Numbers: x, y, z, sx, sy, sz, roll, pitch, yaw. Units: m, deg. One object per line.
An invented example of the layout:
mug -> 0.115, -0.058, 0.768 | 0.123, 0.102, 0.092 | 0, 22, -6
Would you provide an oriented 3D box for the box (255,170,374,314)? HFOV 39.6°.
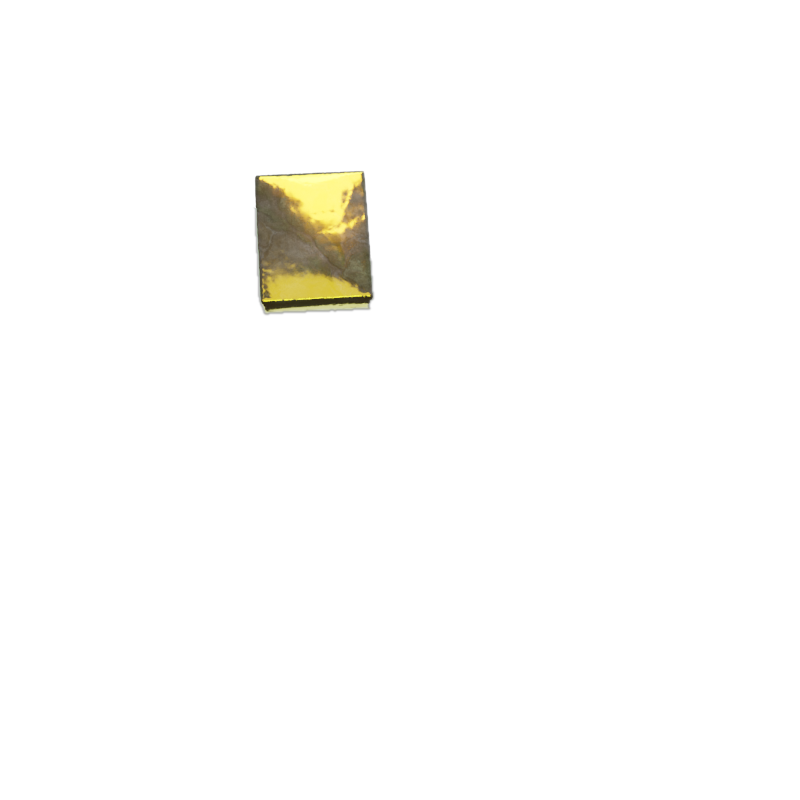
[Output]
box -> -0.070, -0.128, 0.897 | 0.090, 0.119, 0.037 | -4, -18, -2
